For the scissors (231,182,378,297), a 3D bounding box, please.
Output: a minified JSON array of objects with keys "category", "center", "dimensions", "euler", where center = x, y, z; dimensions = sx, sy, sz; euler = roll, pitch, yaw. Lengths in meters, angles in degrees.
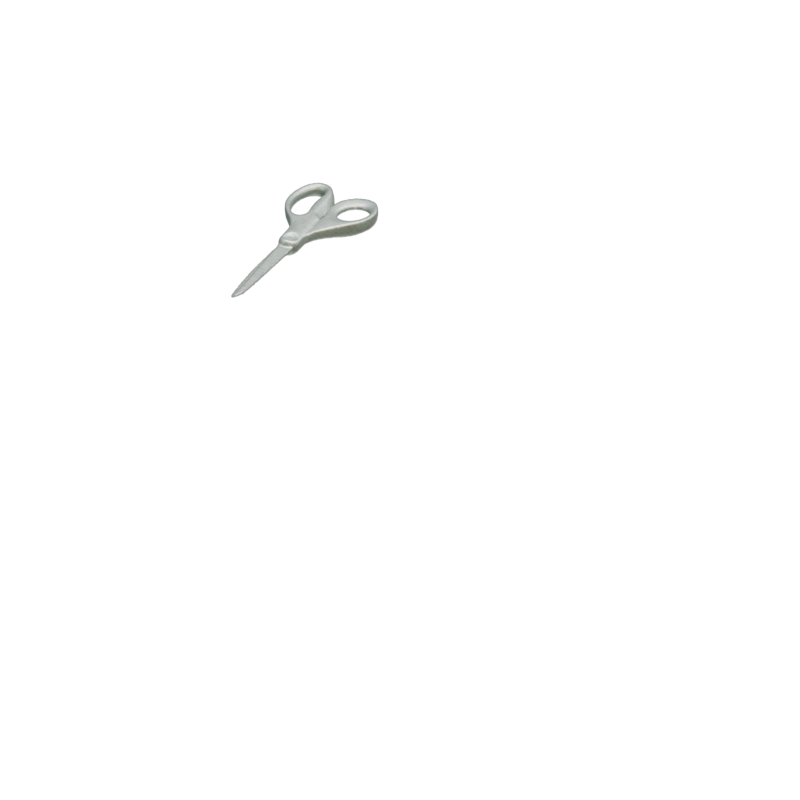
[{"category":"scissors","center":[-0.076,-0.139,0.976],"dimensions":[0.097,0.015,0.213],"euler":[5,36,7]}]
